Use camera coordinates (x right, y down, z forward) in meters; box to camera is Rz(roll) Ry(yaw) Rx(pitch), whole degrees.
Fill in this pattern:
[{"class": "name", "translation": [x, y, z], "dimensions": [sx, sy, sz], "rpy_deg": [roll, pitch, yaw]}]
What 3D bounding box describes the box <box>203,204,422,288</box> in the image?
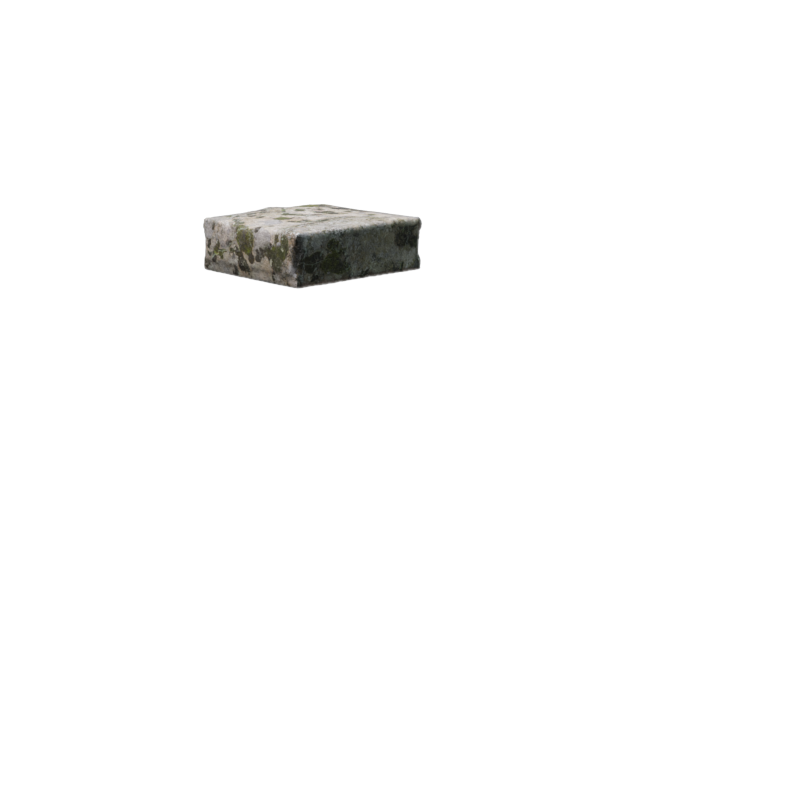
[{"class": "box", "translation": [-0.044, -0.081, 0.569], "dimensions": [0.087, 0.029, 0.077], "rpy_deg": [-15, 22, -43]}]
